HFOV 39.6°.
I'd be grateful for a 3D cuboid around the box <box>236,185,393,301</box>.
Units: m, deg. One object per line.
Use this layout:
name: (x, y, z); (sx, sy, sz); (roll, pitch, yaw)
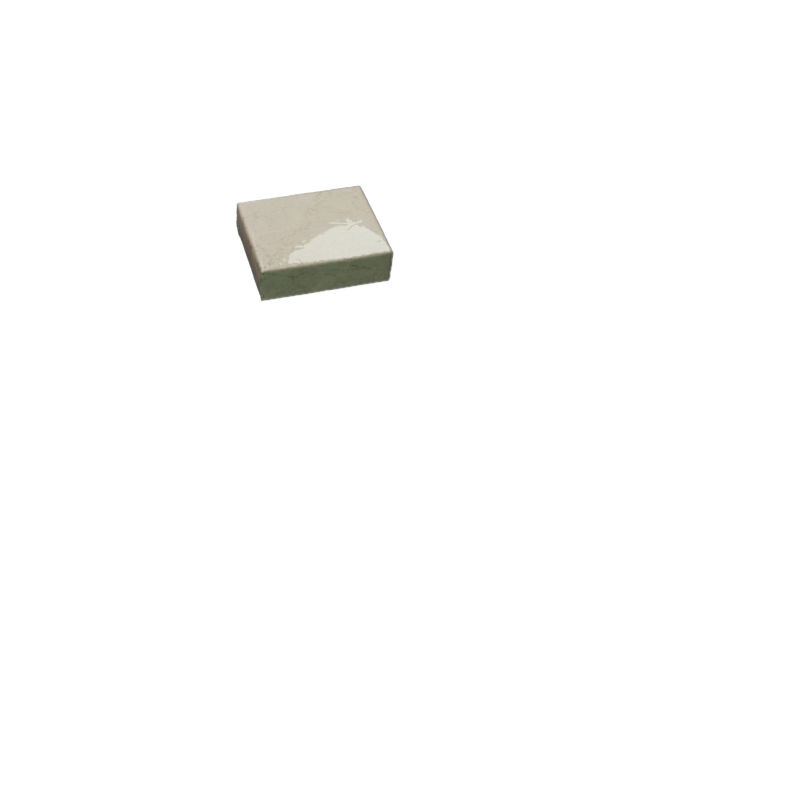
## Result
box: (-0.072, -0.132, 0.921); (0.112, 0.036, 0.097); (-12, 46, -12)
